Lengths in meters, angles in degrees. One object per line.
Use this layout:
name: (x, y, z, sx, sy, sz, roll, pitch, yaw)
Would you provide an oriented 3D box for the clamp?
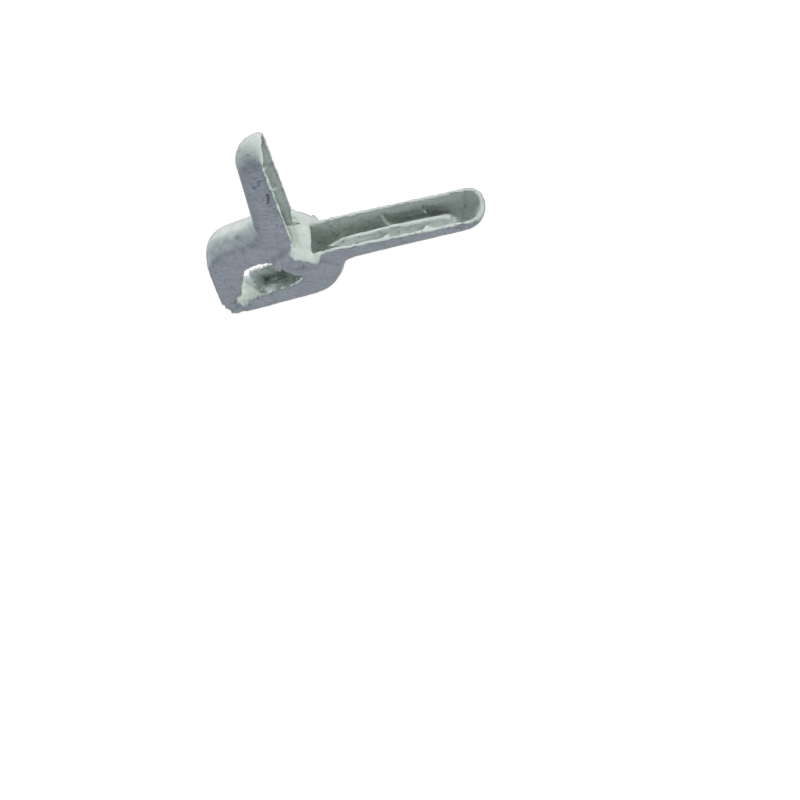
clamp: (-0.057, -0.103, 0.722, 0.159, 0.038, 0.207, 8, -21, -23)
